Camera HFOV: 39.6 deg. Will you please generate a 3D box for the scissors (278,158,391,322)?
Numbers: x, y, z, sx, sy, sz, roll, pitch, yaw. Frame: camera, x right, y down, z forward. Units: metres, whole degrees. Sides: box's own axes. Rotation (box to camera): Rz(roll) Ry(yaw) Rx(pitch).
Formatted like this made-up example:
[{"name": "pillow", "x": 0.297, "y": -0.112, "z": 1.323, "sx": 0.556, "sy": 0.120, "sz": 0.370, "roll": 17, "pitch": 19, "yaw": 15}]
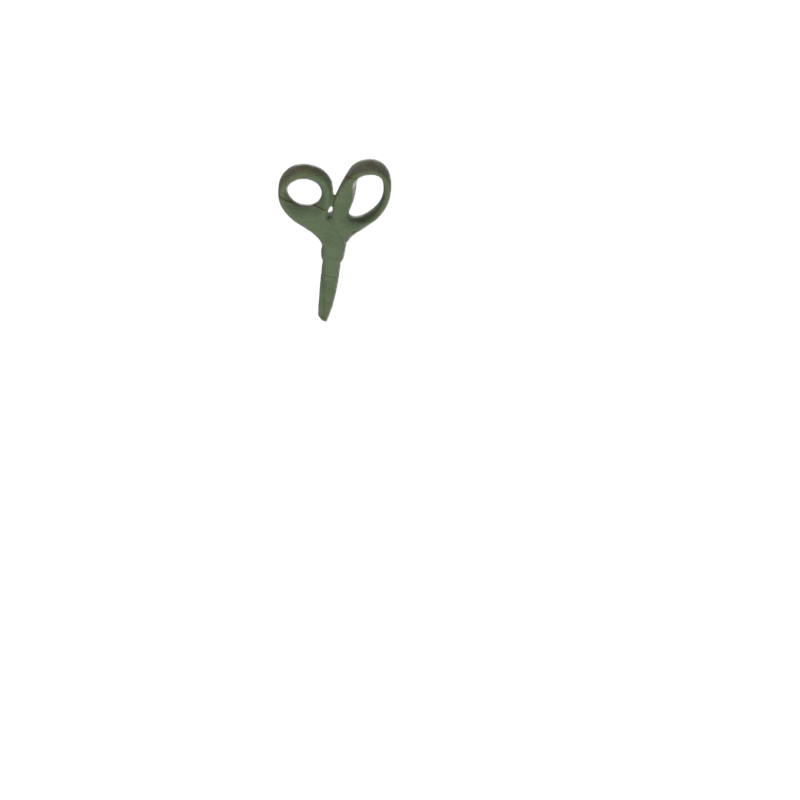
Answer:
[{"name": "scissors", "x": -0.071, "y": -0.129, "z": 0.907, "sx": 0.093, "sy": 0.017, "sz": 0.194, "roll": 14, "pitch": -37, "yaw": -19}]
